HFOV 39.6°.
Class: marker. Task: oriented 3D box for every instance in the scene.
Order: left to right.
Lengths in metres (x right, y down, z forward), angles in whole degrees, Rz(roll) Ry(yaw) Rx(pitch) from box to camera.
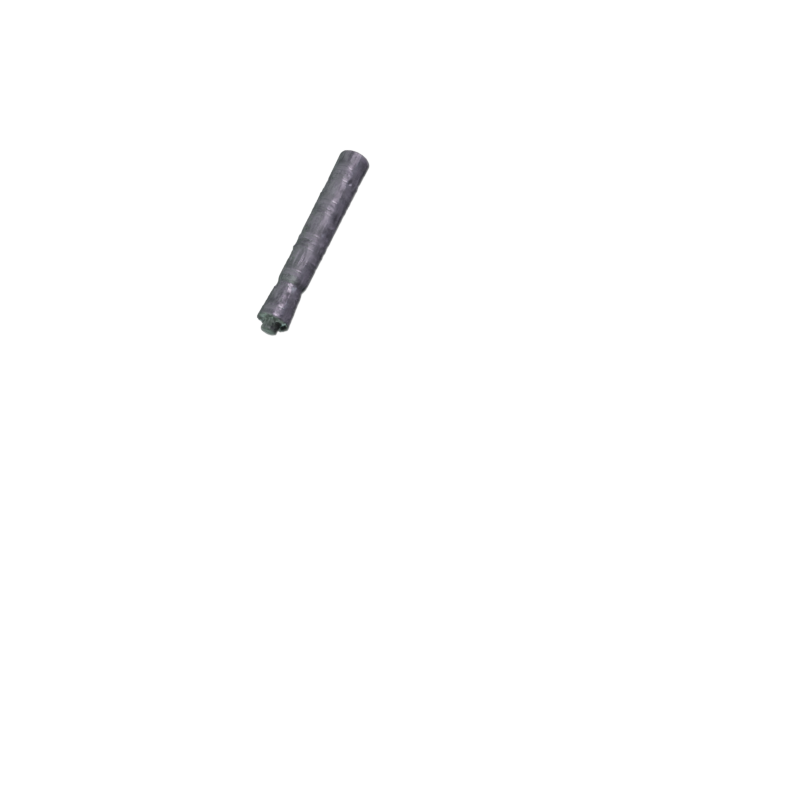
[{"bbox_3d":[-0.049,-0.089,0.623,0.020,0.125,0.019,20,-25,7],"label":"marker"}]
